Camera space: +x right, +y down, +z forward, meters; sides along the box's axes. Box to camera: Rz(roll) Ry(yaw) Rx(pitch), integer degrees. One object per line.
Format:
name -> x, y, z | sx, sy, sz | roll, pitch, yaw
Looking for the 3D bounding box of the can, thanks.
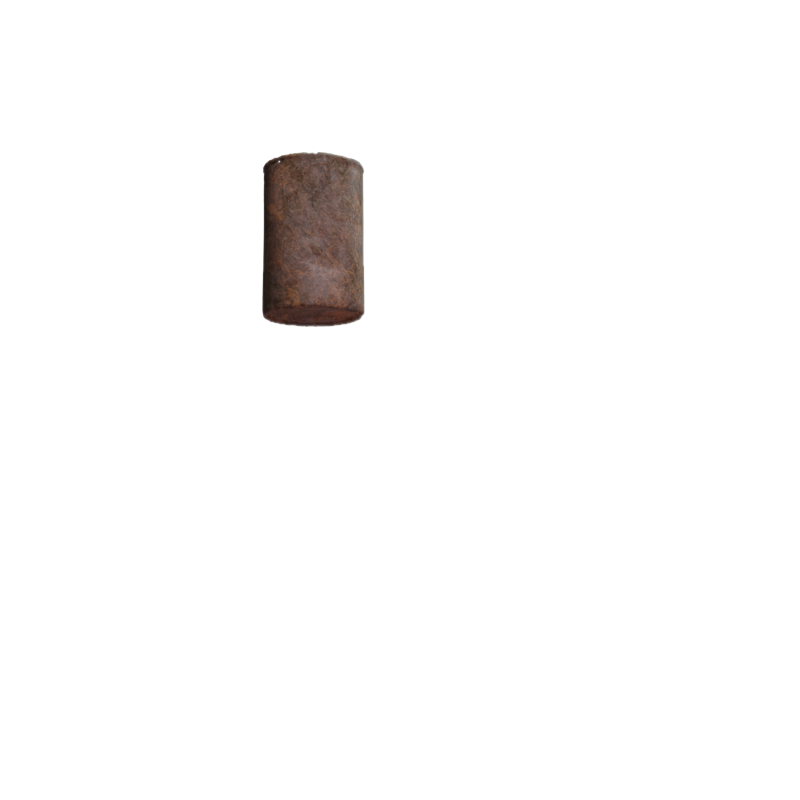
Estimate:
can -> -0.057, -0.104, 0.731 | 0.068, 0.106, 0.066 | 0, -13, -2
